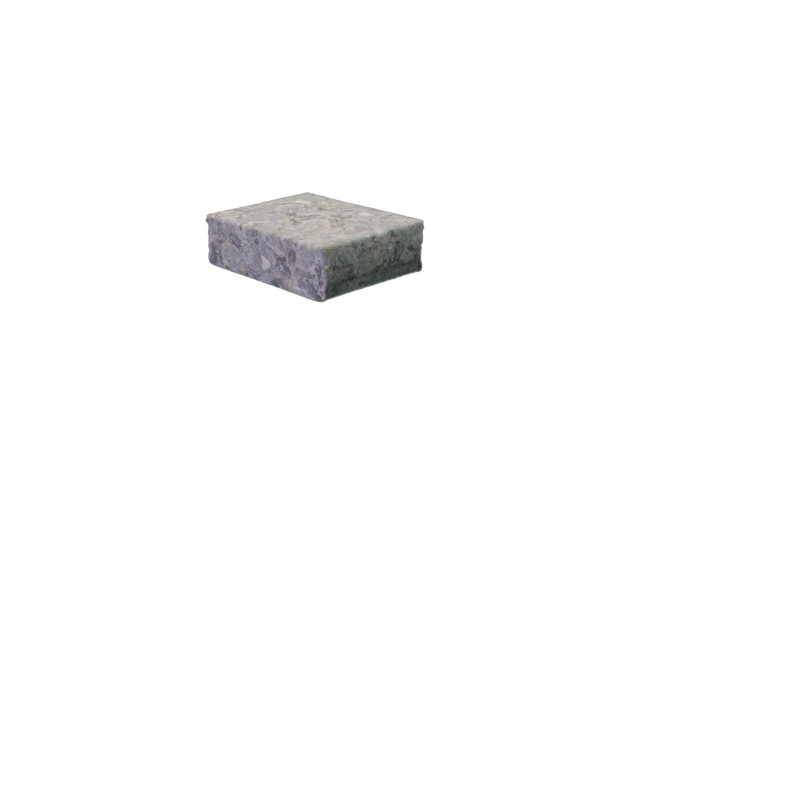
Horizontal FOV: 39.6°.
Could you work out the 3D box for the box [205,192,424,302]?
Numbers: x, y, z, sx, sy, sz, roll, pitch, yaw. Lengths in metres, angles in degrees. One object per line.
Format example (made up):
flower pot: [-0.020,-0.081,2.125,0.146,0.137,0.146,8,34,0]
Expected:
box: [-0.055,-0.101,0.707,0.089,0.037,0.121,-22,32,-40]
